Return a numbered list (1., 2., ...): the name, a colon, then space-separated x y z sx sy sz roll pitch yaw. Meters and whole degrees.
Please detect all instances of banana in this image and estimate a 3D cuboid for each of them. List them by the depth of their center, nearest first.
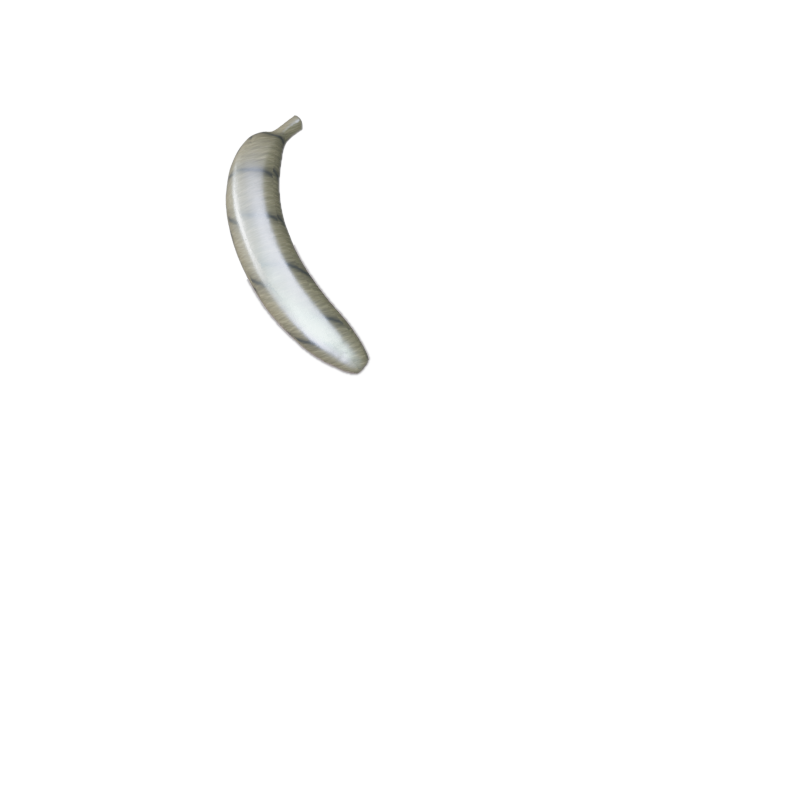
1. banana: -0.078 -0.106 0.750 0.069 0.208 0.035 -13 -21 -6
